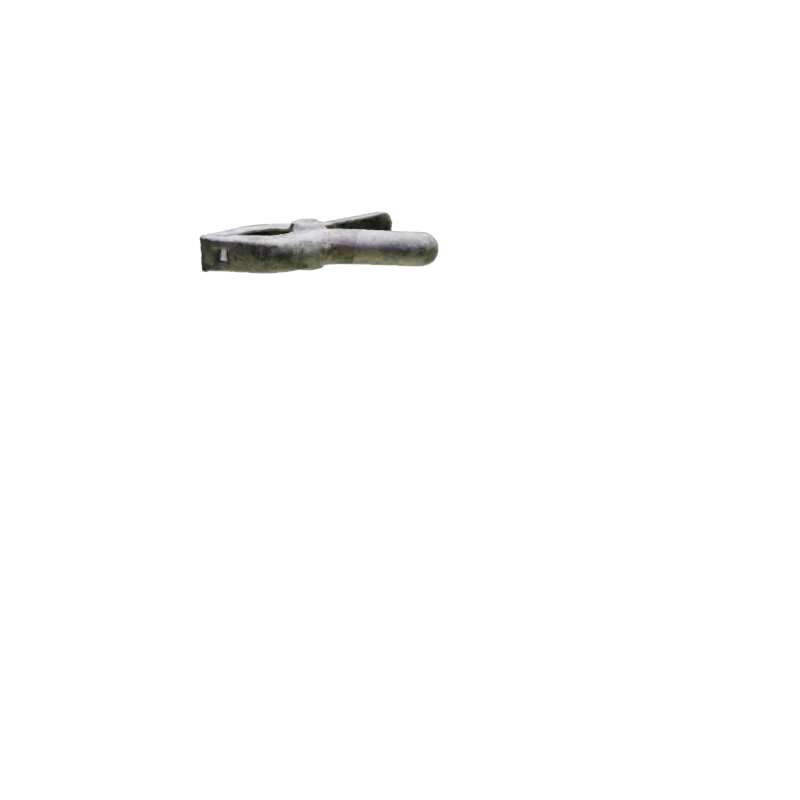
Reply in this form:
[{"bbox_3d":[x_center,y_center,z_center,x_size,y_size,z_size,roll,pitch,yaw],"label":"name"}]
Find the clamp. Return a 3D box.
[{"bbox_3d":[-0.066,-0.120,0.842,0.170,0.038,0.124,-2,12,-7],"label":"clamp"}]
